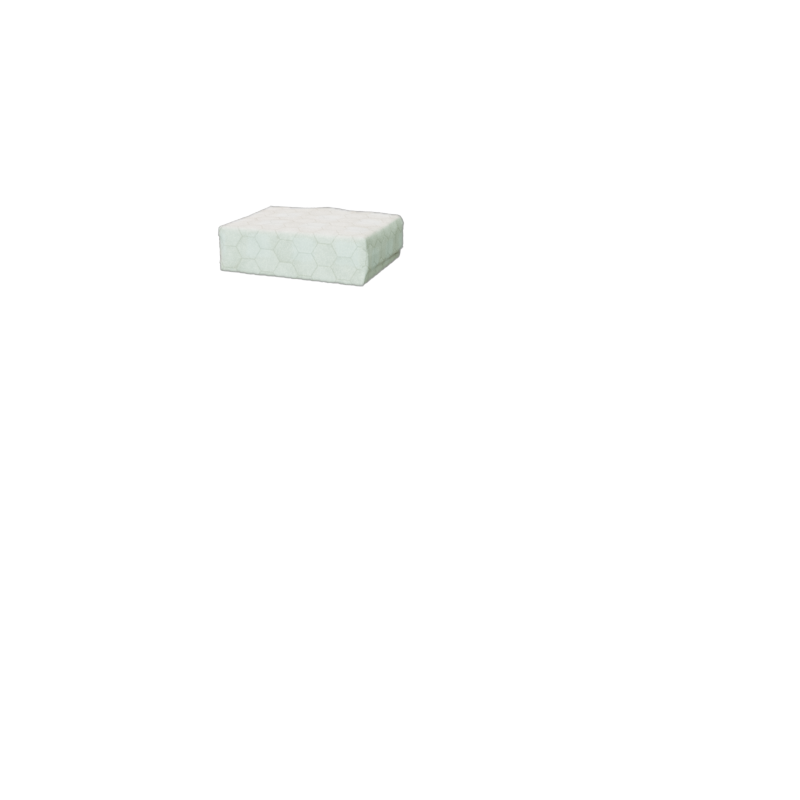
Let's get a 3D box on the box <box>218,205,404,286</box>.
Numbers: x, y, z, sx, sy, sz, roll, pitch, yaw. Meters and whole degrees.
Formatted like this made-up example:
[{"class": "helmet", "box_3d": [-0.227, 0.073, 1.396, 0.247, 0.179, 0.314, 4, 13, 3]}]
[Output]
[{"class": "box", "box_3d": [-0.050, -0.092, 0.645, 0.092, 0.029, 0.074, 7, 20, 18]}]
